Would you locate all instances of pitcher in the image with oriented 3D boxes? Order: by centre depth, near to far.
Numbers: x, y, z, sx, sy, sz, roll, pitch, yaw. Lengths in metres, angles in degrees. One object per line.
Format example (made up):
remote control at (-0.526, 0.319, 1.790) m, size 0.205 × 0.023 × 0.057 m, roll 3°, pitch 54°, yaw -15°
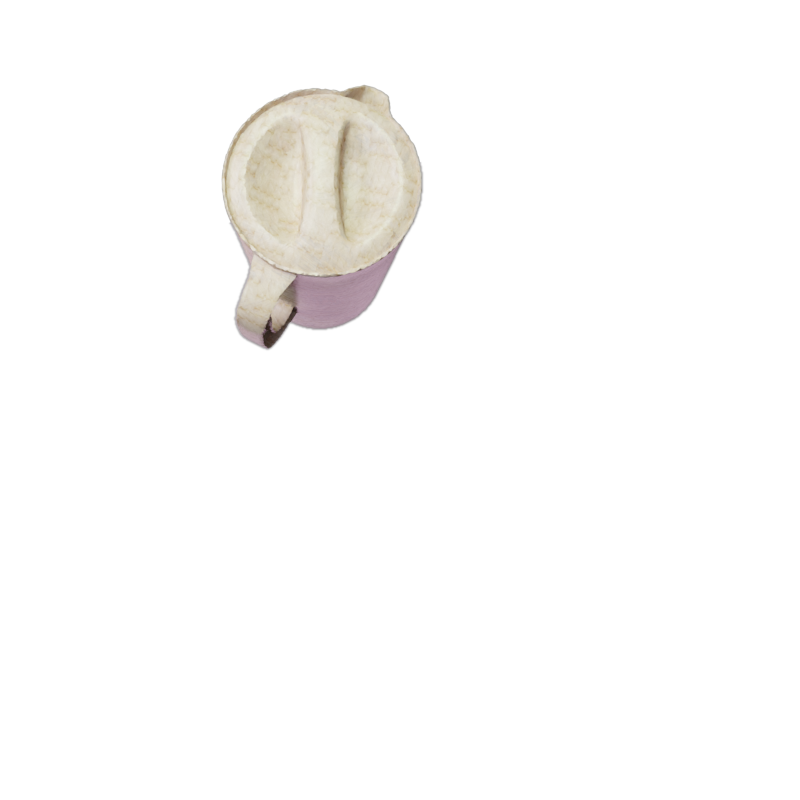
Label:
pitcher at (-0.066, -0.120, 0.840) m, size 0.149 × 0.150 × 0.236 m, roll -18°, pitch -10°, yaw -7°
